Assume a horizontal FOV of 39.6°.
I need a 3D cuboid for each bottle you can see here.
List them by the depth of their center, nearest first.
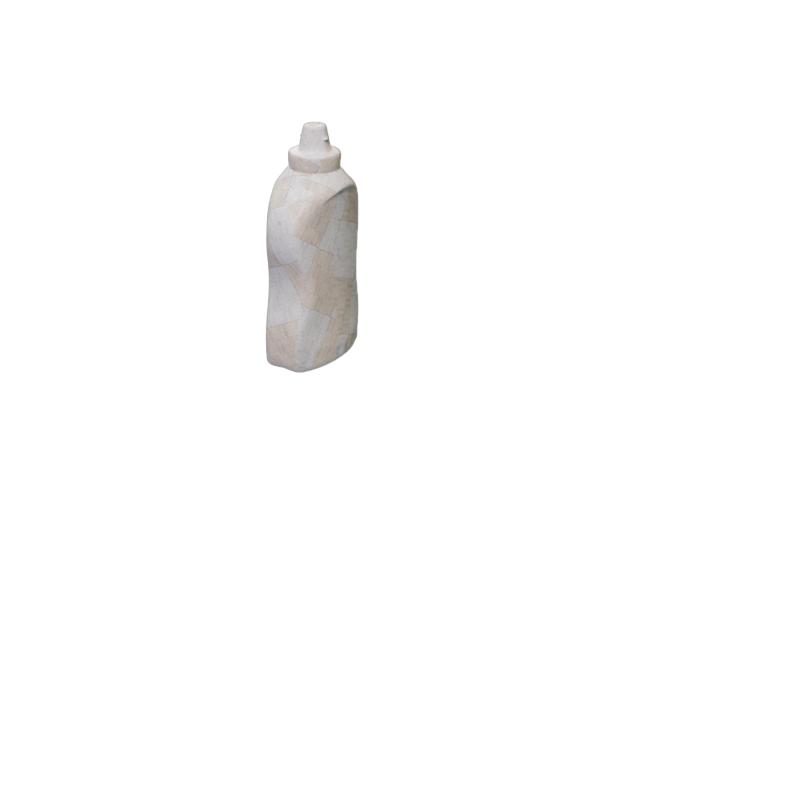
[{"bbox_3d":[-0.068,-0.125,0.879,0.061,0.183,0.096,14,26,29],"label":"bottle"}]
